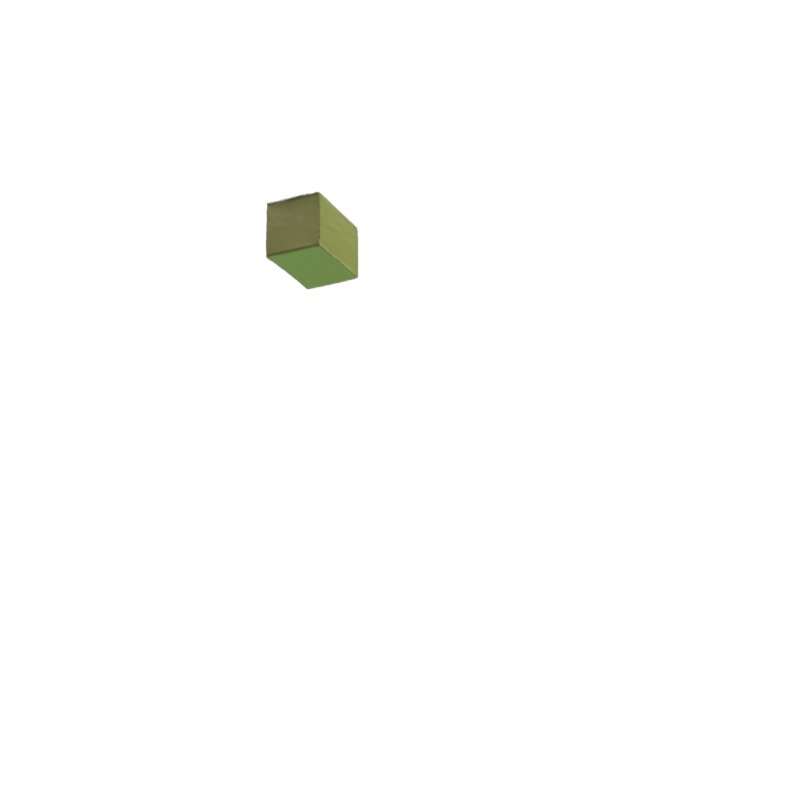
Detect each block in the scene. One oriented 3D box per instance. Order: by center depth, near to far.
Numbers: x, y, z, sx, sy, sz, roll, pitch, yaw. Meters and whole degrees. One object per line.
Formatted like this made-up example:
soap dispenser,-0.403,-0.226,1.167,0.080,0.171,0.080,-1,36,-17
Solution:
block,-0.075,-0.136,0.952,0.054,0.054,0.073,-10,-23,22
